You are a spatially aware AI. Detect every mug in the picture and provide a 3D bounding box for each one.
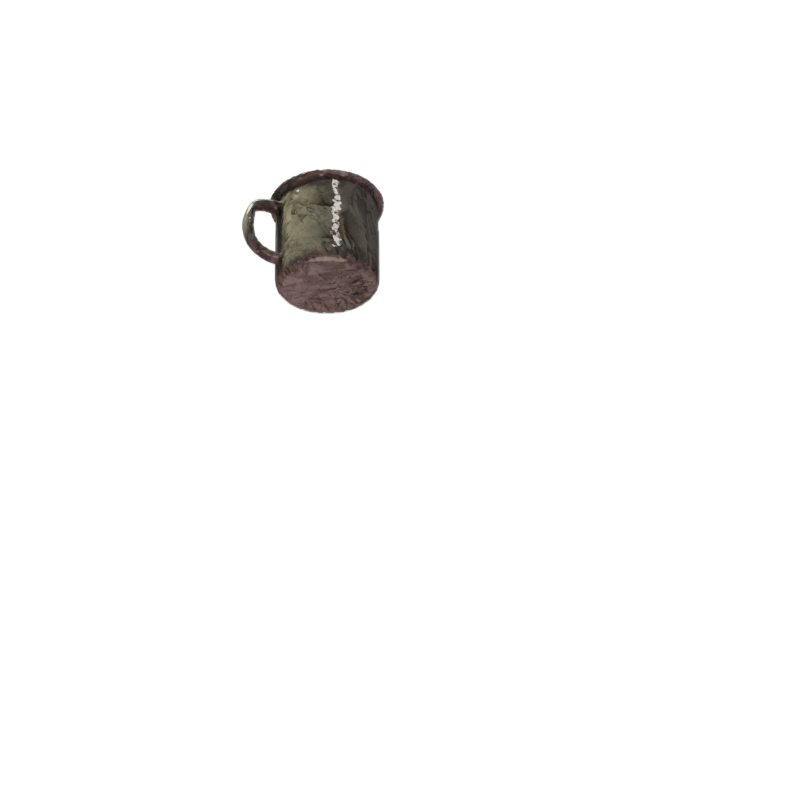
[{"bbox_3d":[-0.068,-0.124,0.871,0.113,0.087,0.091,15,-36,-23],"label":"mug"}]
